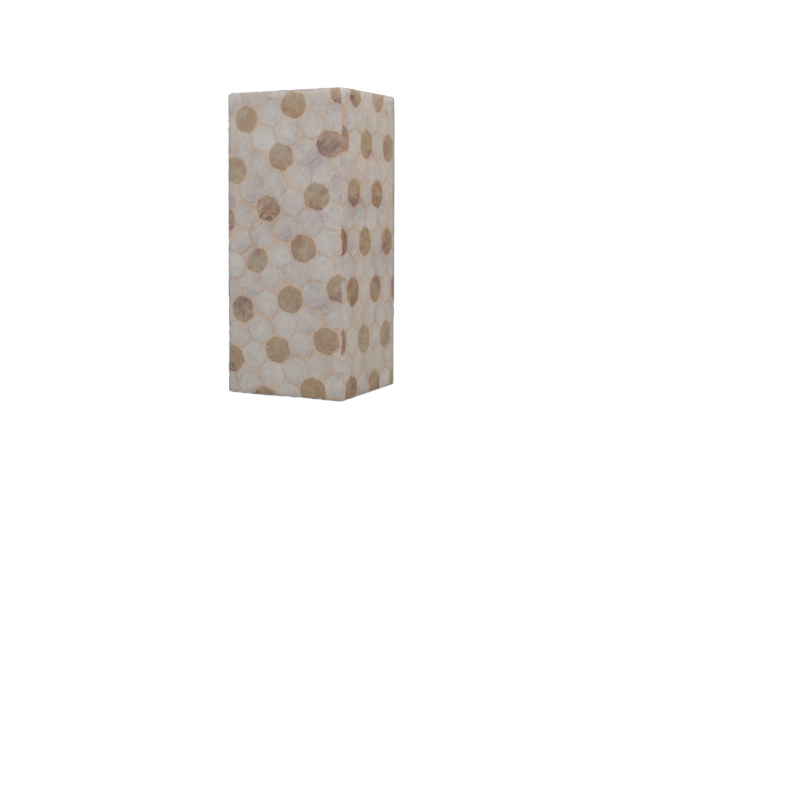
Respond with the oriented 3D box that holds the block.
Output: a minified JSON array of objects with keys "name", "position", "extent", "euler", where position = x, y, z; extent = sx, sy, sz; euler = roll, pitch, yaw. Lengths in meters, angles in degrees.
[{"name":"block","position":[-0.061,-0.111,0.779],"extent":[0.093,0.205,0.088],"euler":[2,3,26]}]
